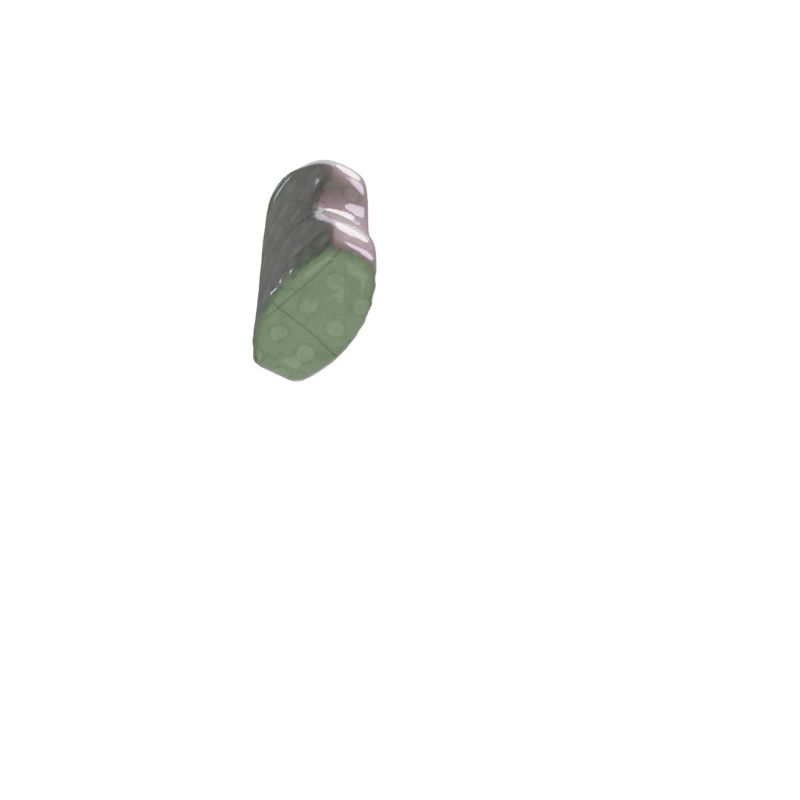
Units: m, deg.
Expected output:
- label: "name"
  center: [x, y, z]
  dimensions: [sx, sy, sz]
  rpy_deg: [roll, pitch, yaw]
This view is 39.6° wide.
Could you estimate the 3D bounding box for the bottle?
- label: "bottle"
  center: [-0.057, -0.103, 0.720]
  dimensions: [0.056, 0.093, 0.204]
  rpy_deg: [24, 29, -19]
